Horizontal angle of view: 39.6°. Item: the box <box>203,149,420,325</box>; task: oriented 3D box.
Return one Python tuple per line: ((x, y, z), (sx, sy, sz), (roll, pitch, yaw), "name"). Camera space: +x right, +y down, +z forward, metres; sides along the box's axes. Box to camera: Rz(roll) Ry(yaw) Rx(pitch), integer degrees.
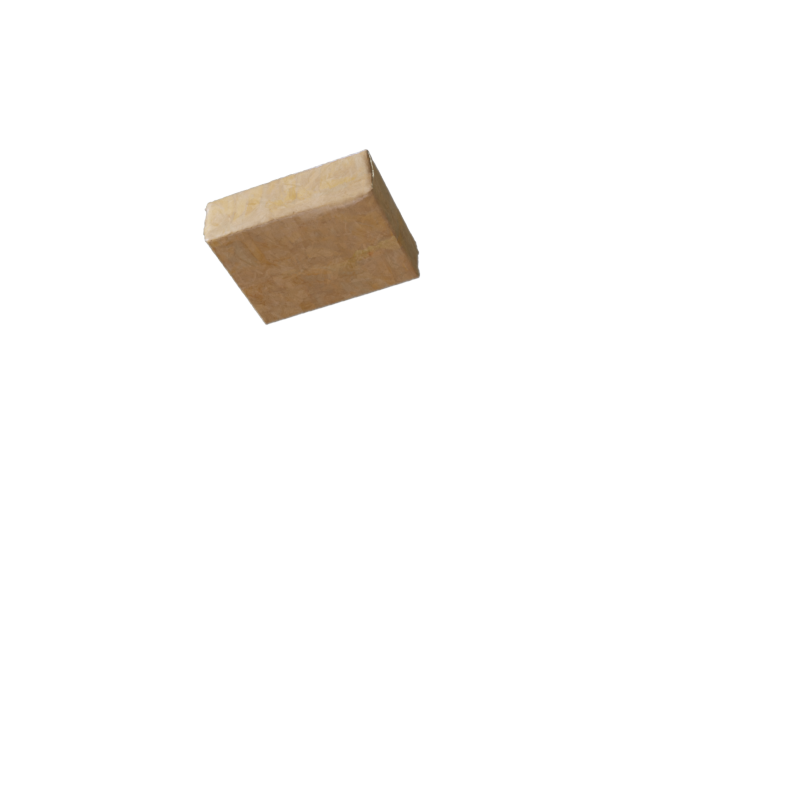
((-0.055, -0.100, 0.701), (0.115, 0.042, 0.083), (-14, -40, 16), "box")
